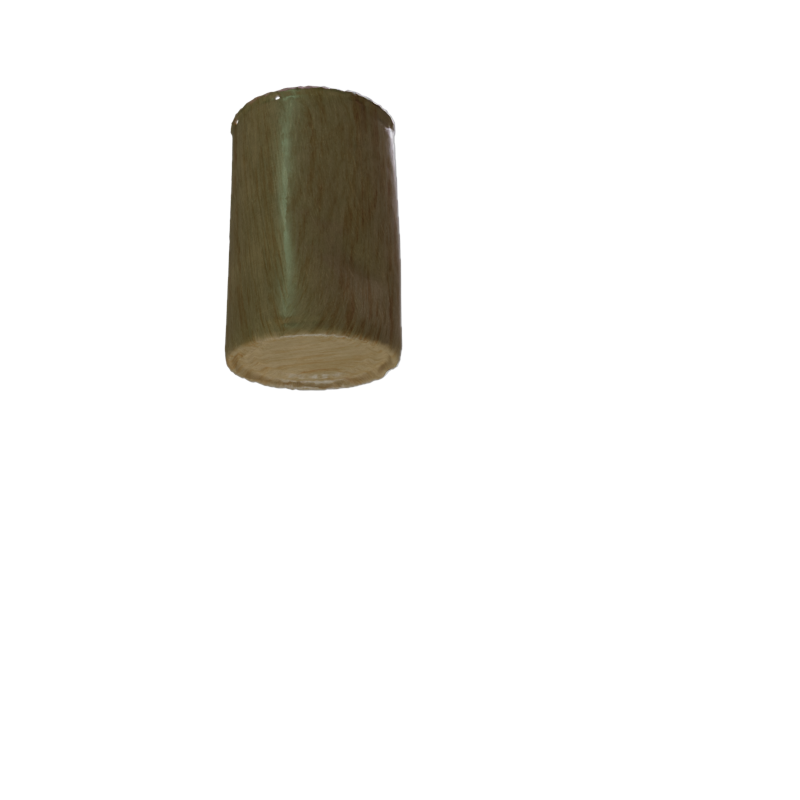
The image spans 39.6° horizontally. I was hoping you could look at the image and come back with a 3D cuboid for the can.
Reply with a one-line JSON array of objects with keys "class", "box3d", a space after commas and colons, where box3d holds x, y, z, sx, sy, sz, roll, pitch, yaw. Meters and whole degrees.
[{"class": "can", "box3d": [-0.034, -0.062, 0.436, 0.068, 0.108, 0.065, 0, -22, -2]}]
